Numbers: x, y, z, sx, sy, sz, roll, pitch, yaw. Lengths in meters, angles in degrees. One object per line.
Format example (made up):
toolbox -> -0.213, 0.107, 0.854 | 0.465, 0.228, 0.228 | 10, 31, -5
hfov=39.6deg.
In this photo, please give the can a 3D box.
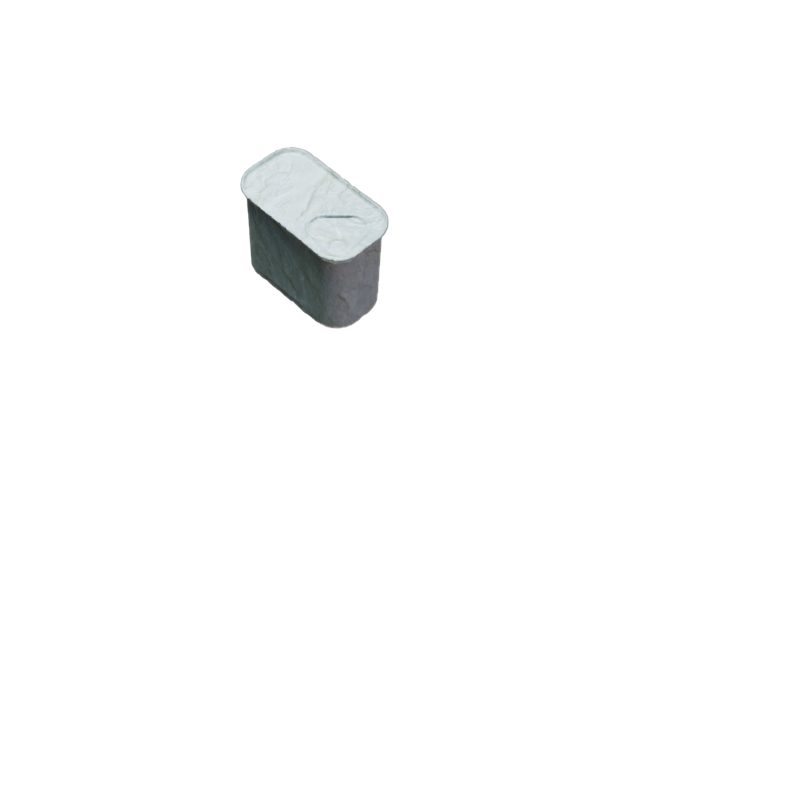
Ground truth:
can -> -0.058, -0.107, 0.748 | 0.058, 0.078, 0.108 | -38, 63, -25
